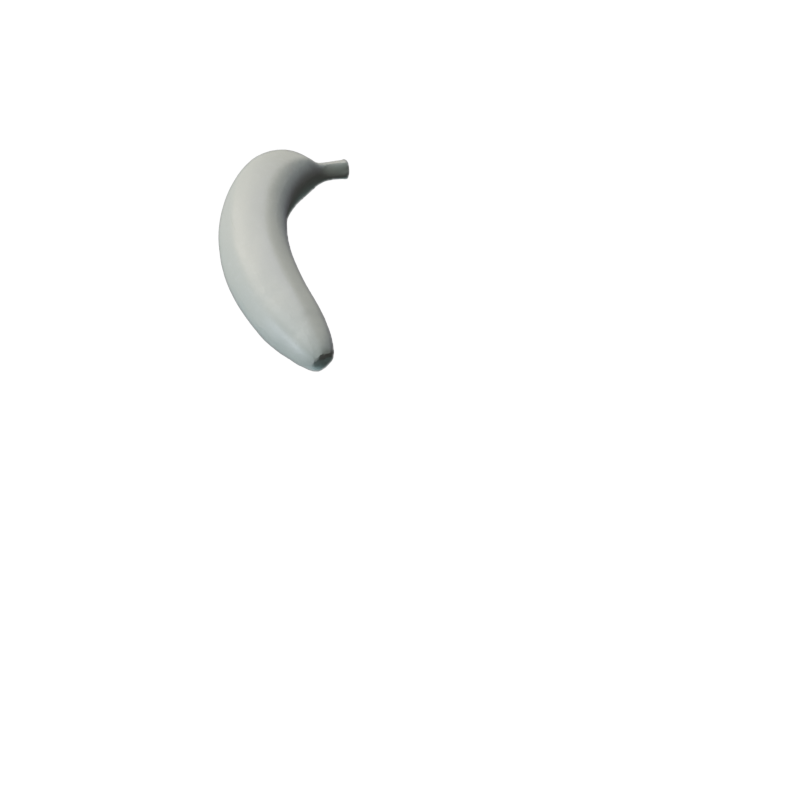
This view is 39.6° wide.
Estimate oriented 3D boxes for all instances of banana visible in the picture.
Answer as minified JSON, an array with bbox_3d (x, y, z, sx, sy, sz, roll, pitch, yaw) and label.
[{"bbox_3d":[-0.065,-0.089,0.604,0.070,0.034,0.211,1,40,0],"label":"banana"}]
